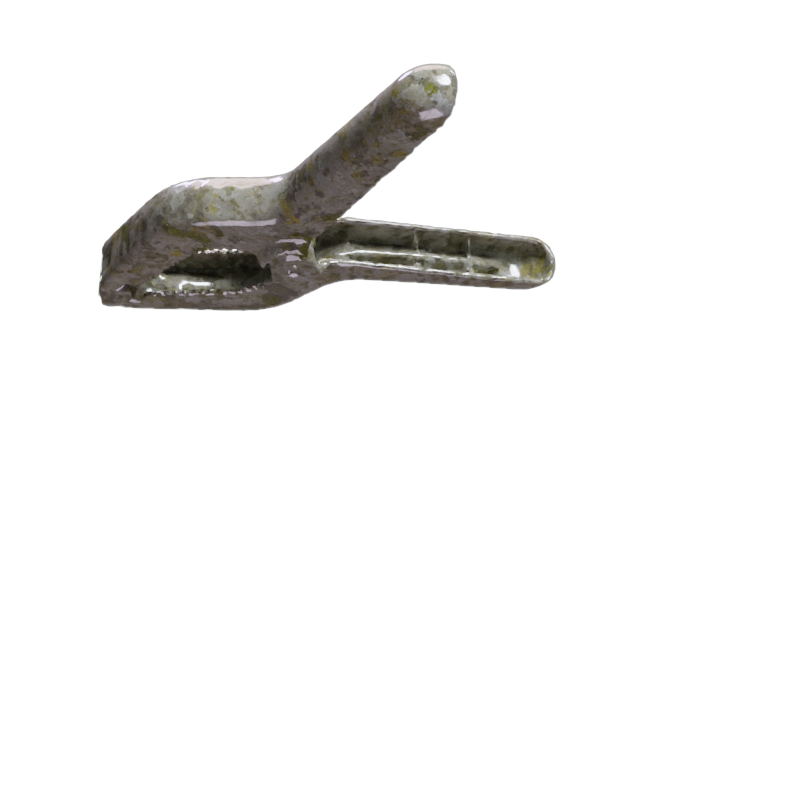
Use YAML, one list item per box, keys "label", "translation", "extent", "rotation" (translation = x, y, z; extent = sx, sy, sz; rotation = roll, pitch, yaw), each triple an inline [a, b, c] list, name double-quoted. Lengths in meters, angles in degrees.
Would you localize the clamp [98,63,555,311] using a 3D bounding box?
- label: "clamp"
  translation: [-0.039, -0.072, 0.504]
  extent: [0.213, 0.039, 0.153]
  rotation: [-13, -27, 26]
